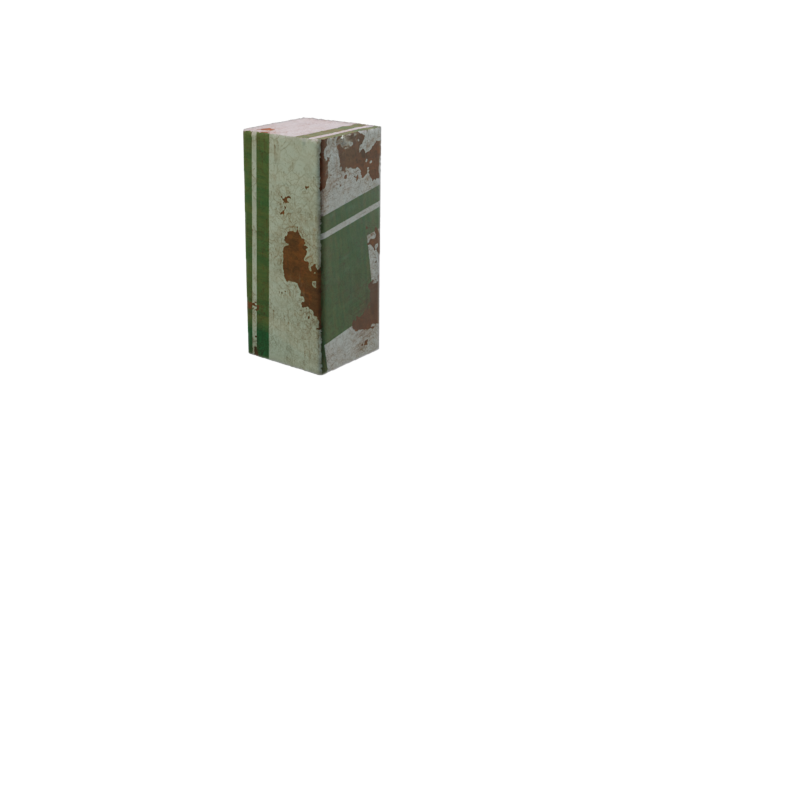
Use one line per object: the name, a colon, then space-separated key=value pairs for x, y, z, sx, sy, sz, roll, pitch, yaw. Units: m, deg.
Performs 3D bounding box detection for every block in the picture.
block: x=-0.078 y=-0.141 z=0.987 sx=0.095 sy=0.198 sz=0.089 roll=14 pitch=21 yaw=35
